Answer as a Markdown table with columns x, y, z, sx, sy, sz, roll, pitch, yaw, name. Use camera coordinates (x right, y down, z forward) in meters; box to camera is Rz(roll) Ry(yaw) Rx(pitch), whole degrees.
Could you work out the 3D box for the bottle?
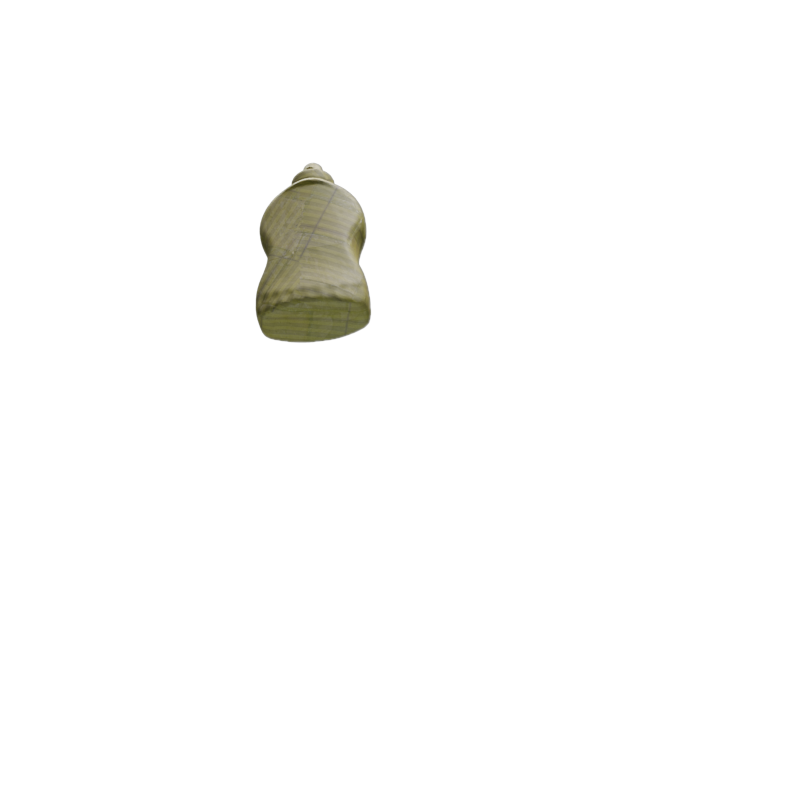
| x | y | z | sx | sy | sz | roll | pitch | yaw | name |
| --- | --- | --- | --- | --- | --- | --- | --- | --- | --- |
| -0.078 | -0.142 | 0.994 | 0.097 | 0.206 | 0.054 | -9 | -41 | 6 | bottle |
